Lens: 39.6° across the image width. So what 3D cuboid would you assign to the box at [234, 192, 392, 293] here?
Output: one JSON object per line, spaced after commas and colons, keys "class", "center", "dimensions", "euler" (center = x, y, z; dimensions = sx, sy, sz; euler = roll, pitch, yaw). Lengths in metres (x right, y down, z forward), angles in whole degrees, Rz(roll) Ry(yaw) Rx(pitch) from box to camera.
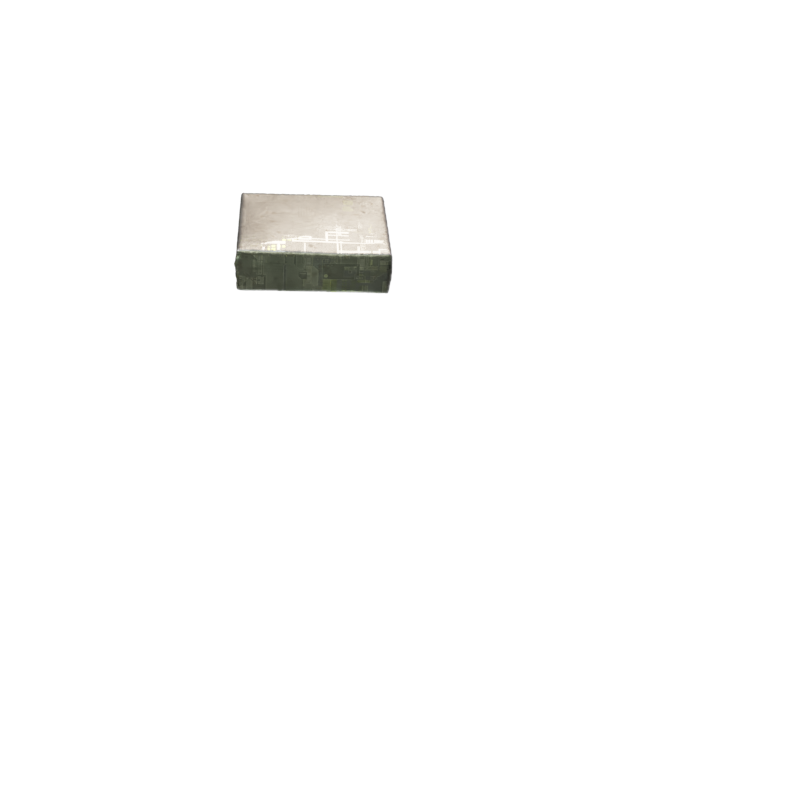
{"class": "box", "center": [-0.064, -0.118, 0.823], "dimensions": [0.113, 0.036, 0.096], "euler": [-1, 34, -2]}
